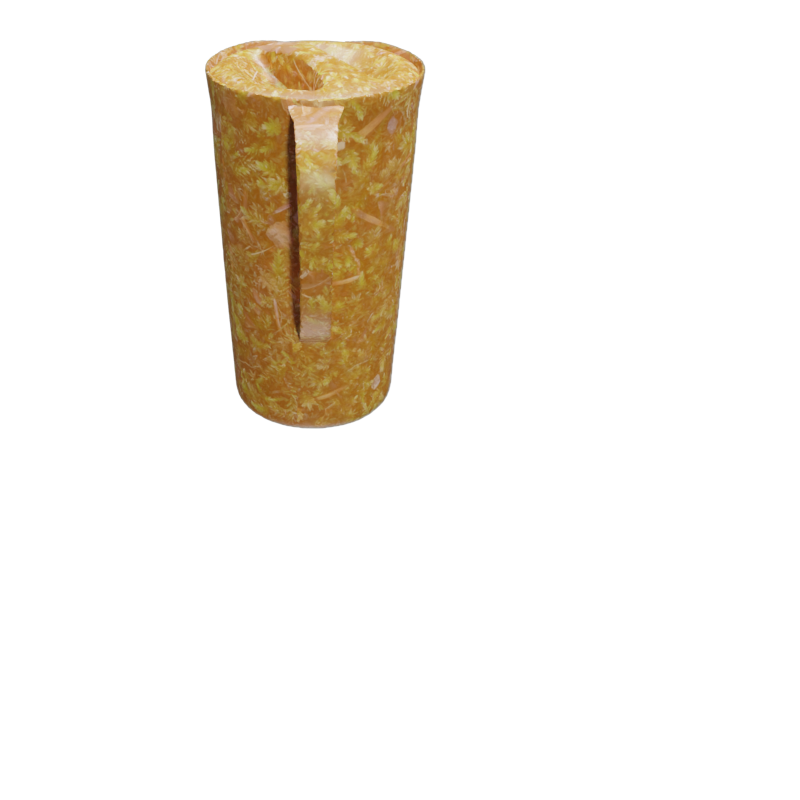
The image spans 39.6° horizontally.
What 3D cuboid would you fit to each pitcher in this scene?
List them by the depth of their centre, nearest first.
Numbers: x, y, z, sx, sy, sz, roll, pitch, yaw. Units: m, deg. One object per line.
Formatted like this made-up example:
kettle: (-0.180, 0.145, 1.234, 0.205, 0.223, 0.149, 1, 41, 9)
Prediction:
pitcher: (-0.056, -0.102, 0.712, 0.154, 0.229, 0.149, 23, 35, 35)
